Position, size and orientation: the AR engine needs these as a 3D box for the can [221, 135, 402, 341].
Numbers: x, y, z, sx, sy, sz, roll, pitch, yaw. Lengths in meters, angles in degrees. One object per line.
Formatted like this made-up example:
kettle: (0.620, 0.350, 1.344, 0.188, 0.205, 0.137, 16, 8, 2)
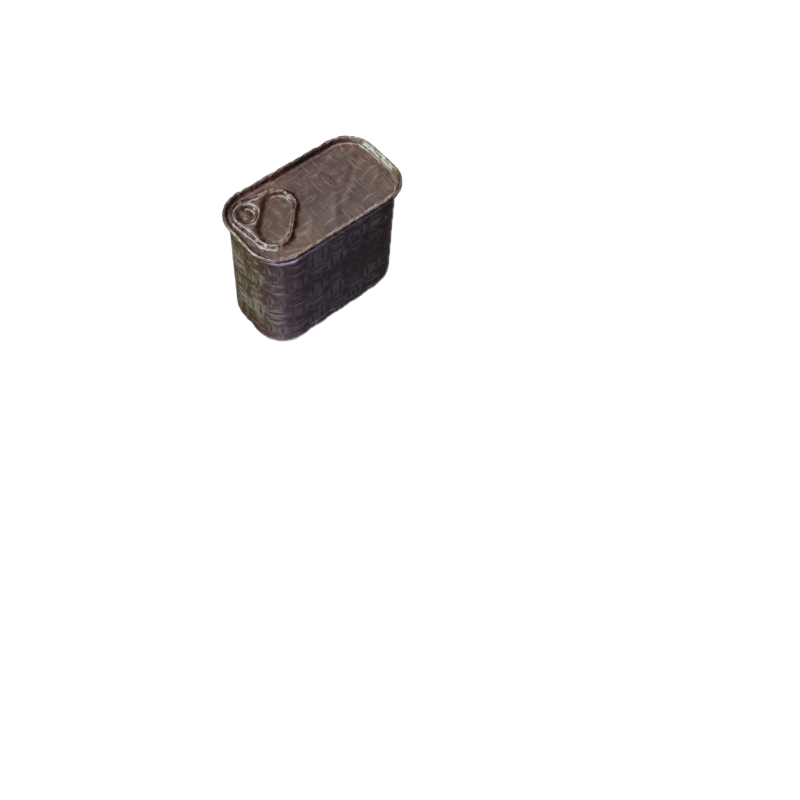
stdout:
can: (-0.051, -0.092, 0.647, 0.102, 0.061, 0.078, -34, -26, -23)
